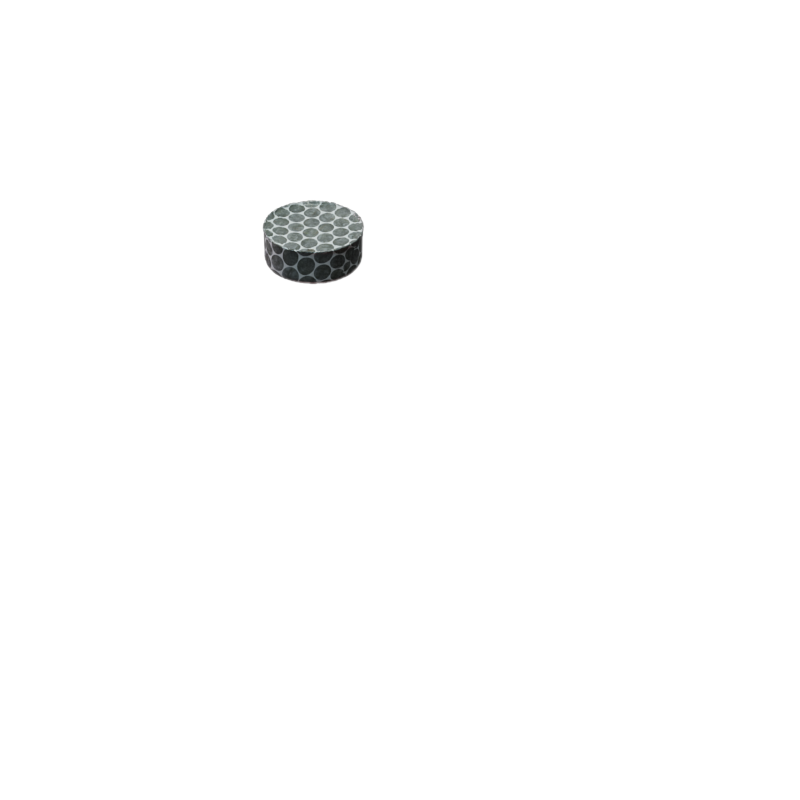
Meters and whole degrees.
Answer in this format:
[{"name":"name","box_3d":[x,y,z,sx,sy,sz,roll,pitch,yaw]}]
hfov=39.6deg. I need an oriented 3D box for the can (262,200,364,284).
[{"name":"can","box_3d":[-0.074,-0.135,0.946,0.086,0.031,0.092,-1,37,-2]}]
